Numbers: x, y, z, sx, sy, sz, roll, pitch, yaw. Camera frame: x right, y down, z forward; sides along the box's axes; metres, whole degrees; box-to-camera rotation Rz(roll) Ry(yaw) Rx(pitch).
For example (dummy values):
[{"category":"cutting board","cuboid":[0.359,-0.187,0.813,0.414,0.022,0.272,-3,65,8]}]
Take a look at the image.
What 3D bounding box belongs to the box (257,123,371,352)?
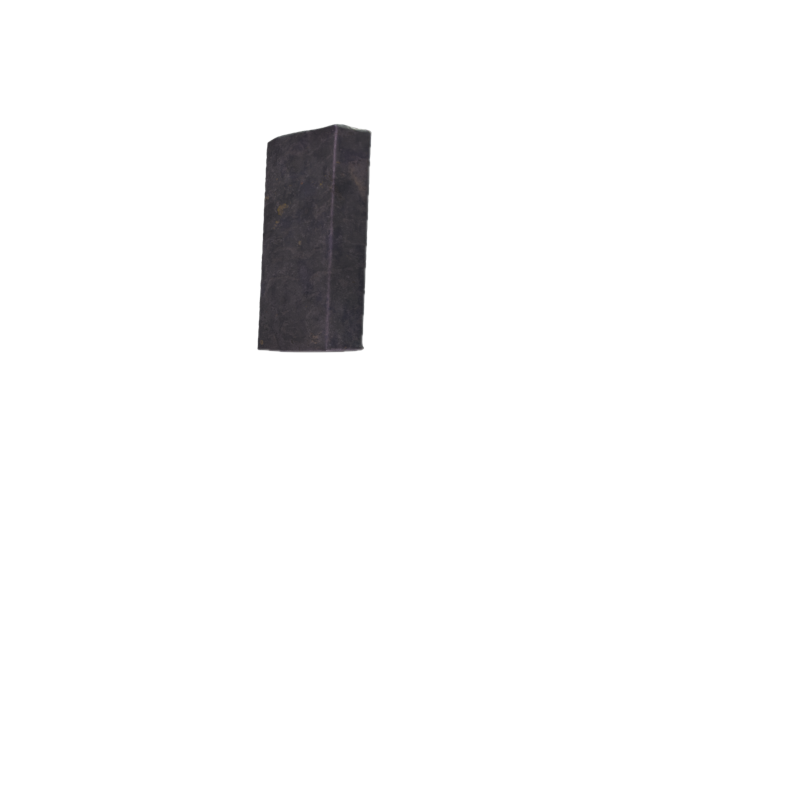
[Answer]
[{"category":"box","cuboid":[-0.070,-0.127,0.887,0.046,0.178,0.096,4,-6,-42]}]
